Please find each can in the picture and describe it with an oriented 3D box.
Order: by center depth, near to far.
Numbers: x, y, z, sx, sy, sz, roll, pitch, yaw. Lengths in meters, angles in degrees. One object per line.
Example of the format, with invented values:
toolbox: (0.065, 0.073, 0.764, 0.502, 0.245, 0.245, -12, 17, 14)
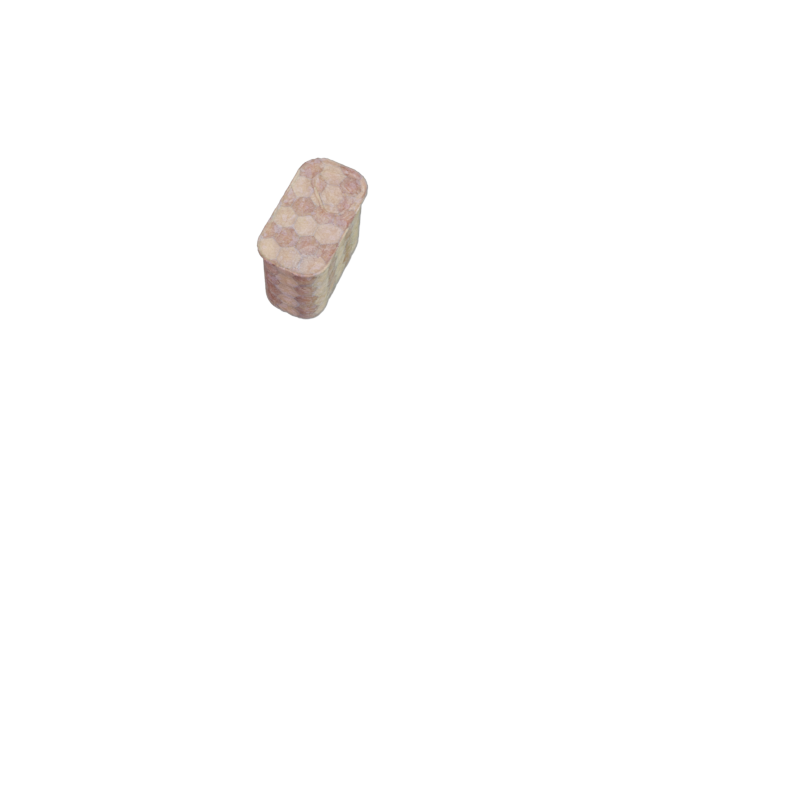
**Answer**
can: (-0.068, -0.124, 0.868, 0.059, 0.105, 0.079, 23, -24, 7)
